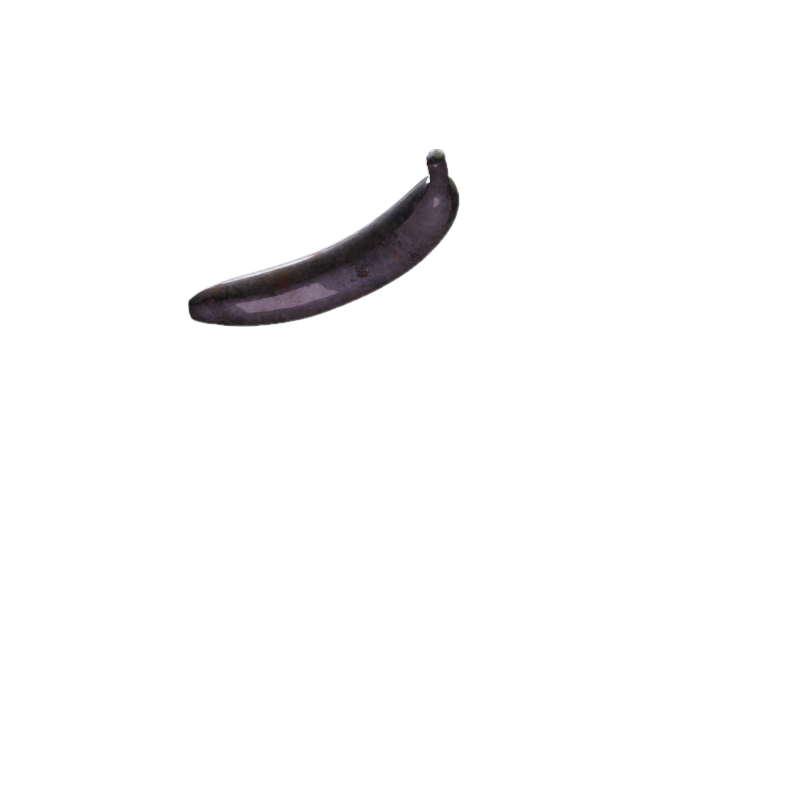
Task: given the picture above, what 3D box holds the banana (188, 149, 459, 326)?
[{"bbox_3d":[-0.036,-0.086,0.657,0.197,0.039,0.065,-28,-48,28],"label":"banana"}]
